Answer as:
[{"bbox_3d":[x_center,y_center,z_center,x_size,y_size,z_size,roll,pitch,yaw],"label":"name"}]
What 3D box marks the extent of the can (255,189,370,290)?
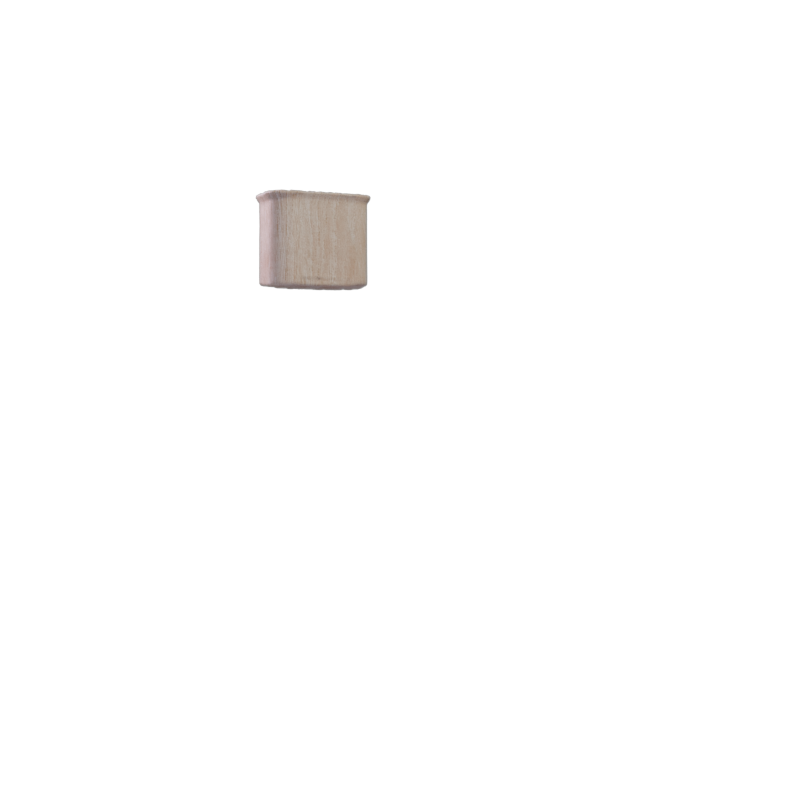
[{"bbox_3d":[-0.078,-0.143,1.000,0.099,0.085,0.059,1,-3,-25],"label":"can"}]
